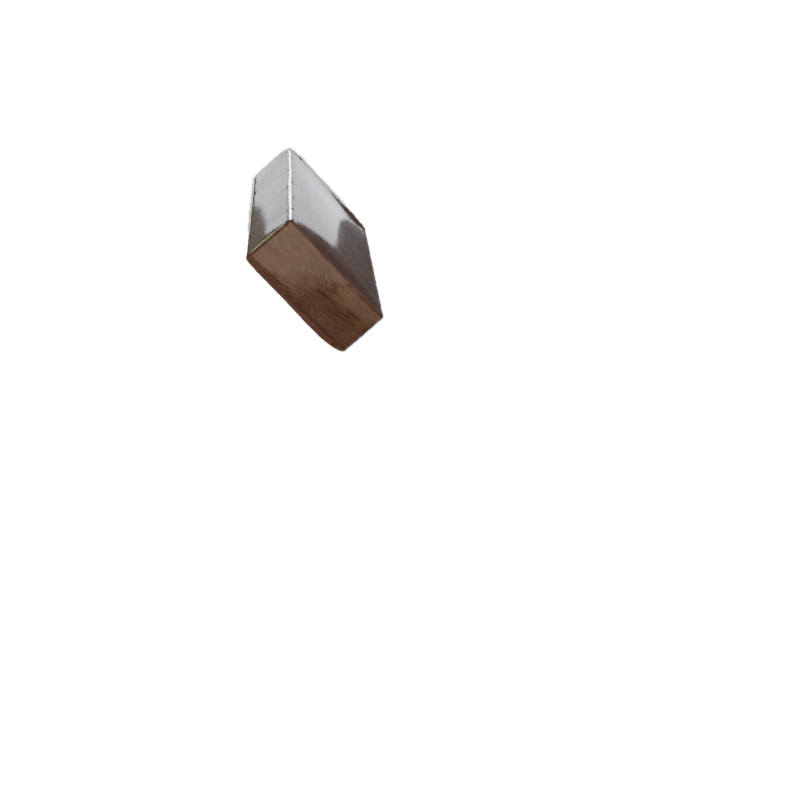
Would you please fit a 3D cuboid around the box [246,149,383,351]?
[{"bbox_3d":[-0.061,-0.112,0.782,0.048,0.089,0.186,-39,23,16],"label":"box"}]
